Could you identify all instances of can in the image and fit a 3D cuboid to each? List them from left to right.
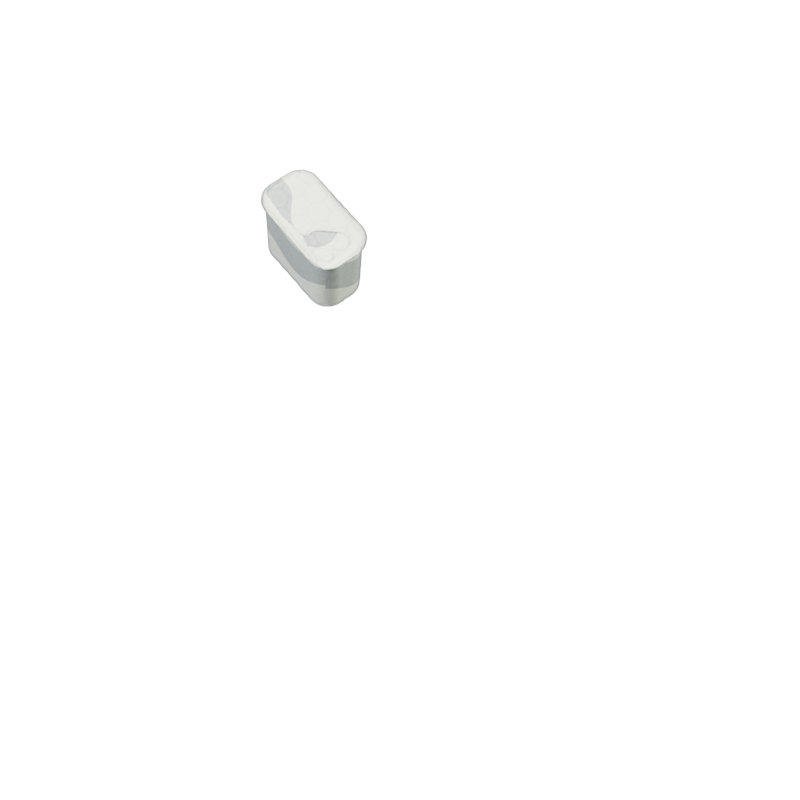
[{"bbox_3d":[-0.078,-0.142,0.996,0.058,0.108,0.079,-34,-21,-17],"label":"can"}]
